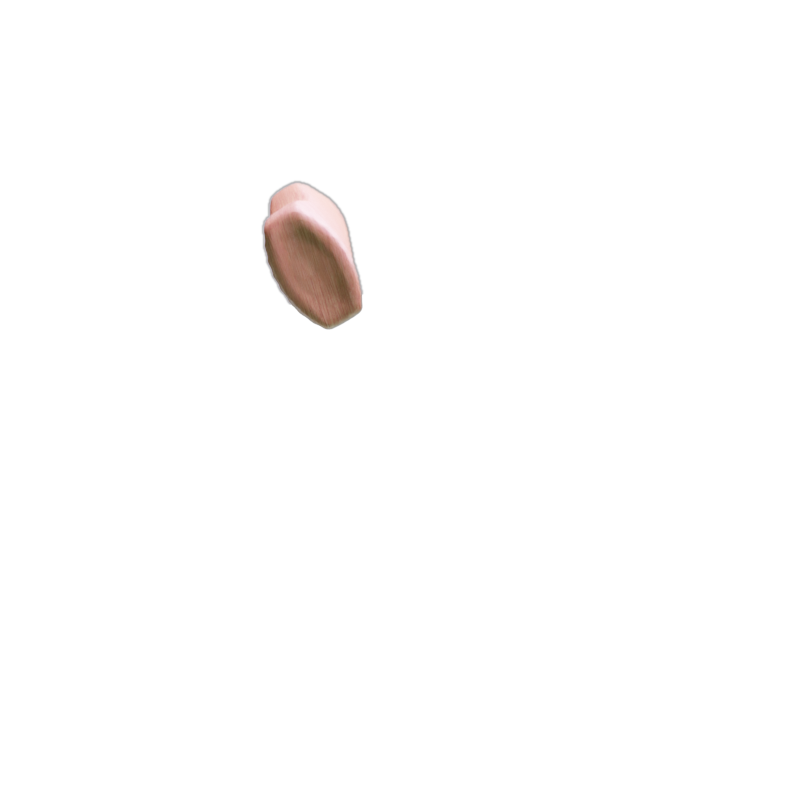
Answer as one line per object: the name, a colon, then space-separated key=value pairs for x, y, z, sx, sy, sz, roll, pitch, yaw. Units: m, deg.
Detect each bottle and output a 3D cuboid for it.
bottle: x=-0.071 y=-0.129 z=0.906 sx=0.058 sy=0.092 sz=0.200 roll=-32 pitch=18 yaw=8
